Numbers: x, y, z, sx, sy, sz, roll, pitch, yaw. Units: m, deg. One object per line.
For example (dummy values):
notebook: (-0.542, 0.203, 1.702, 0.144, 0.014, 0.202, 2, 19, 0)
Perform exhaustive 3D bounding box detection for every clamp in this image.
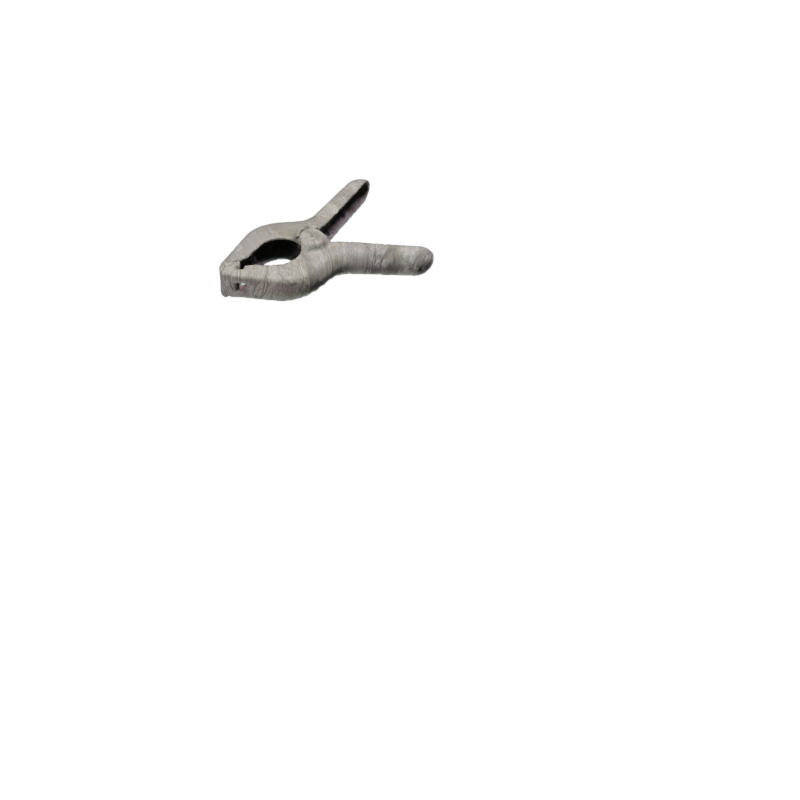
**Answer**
clamp: (-0.071, -0.130, 0.913, 0.169, 0.037, 0.130, -13, 41, -15)
